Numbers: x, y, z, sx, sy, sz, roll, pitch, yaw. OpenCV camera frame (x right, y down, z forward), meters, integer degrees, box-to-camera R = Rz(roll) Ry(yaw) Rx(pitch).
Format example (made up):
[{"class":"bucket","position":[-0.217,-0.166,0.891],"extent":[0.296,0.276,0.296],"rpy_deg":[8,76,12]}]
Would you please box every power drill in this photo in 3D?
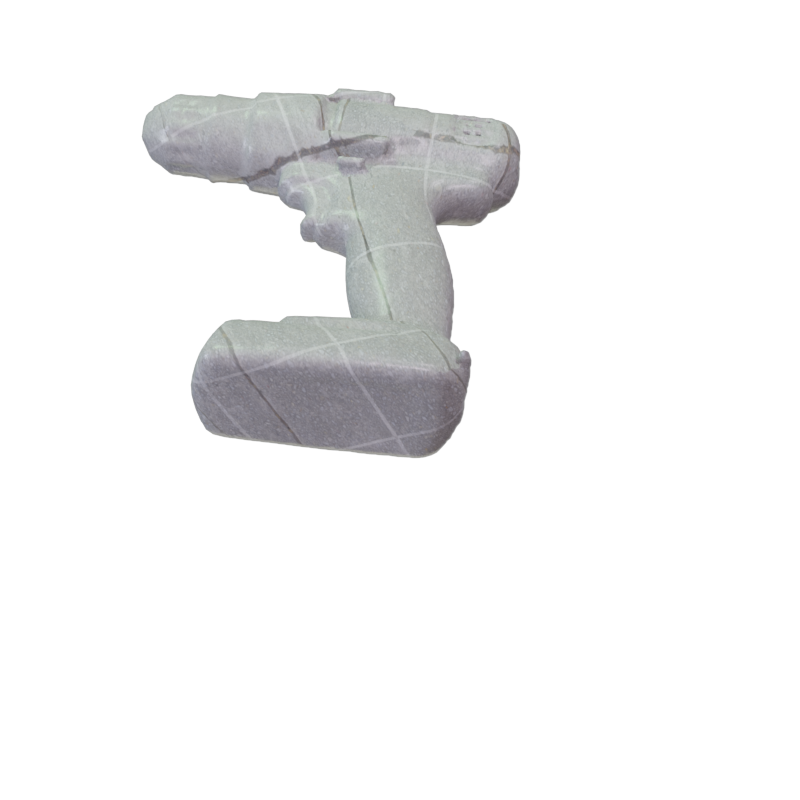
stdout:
[{"class":"power drill","position":[-0.038,-0.070,0.491],"extent":[0.185,0.200,0.053],"rpy_deg":[4,-42,3]}]
